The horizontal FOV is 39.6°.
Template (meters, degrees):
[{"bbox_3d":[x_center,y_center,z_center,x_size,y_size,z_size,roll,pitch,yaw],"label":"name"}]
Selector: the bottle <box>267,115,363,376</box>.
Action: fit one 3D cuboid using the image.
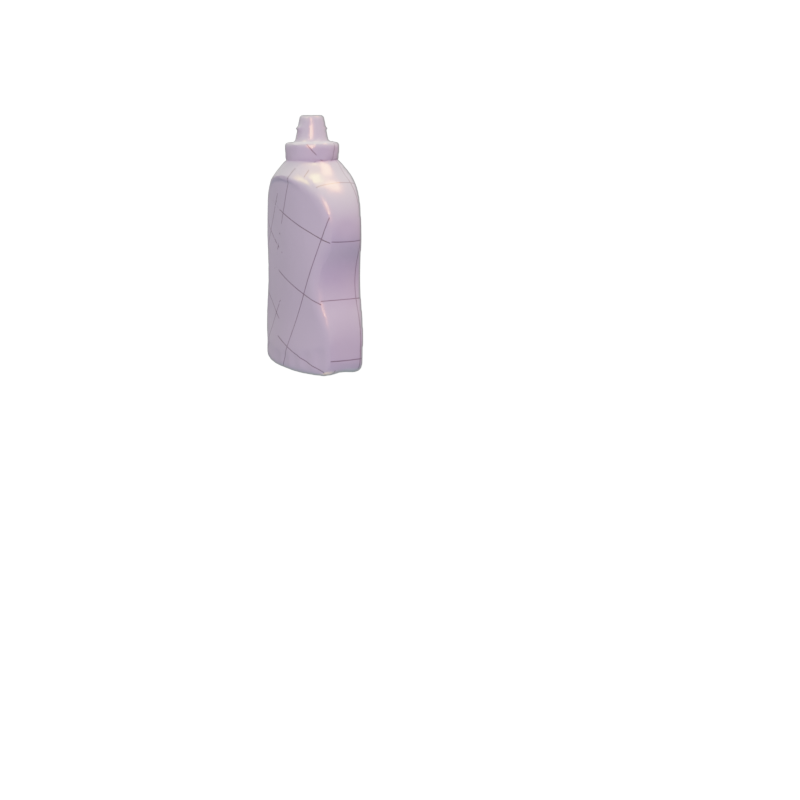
[{"bbox_3d":[-0.067,-0.121,0.844,0.057,0.188,0.101,-4,10,-31],"label":"bottle"}]
